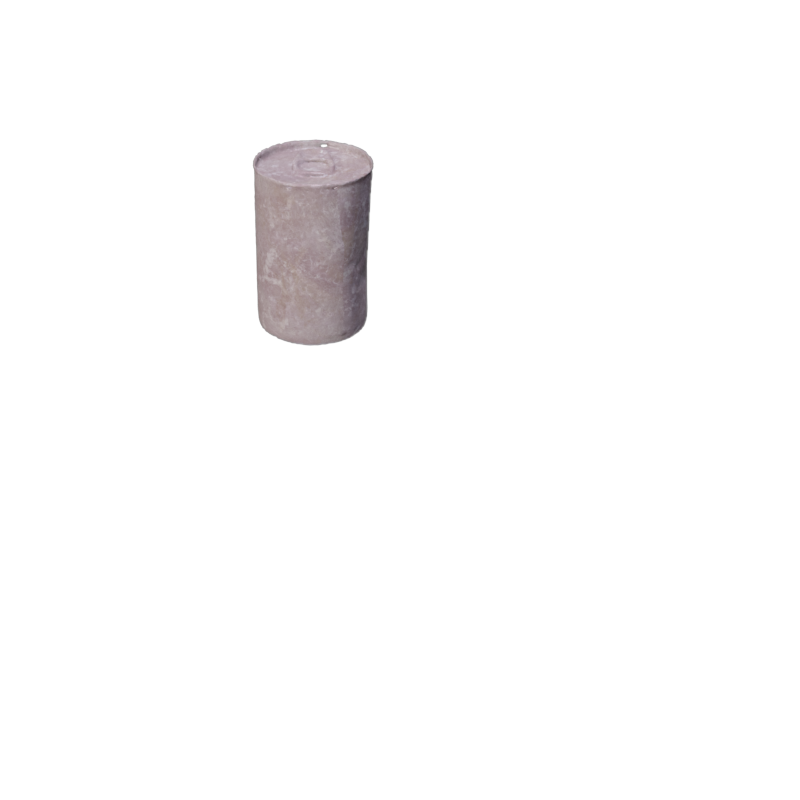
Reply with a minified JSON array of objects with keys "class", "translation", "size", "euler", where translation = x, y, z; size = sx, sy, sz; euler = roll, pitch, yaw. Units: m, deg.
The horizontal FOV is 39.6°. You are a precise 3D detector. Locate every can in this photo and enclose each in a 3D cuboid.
[{"class":"can","translation":[-0.050,-0.092,0.644],"size":[0.068,0.096,0.073],"euler":[0,30,-2]}]
